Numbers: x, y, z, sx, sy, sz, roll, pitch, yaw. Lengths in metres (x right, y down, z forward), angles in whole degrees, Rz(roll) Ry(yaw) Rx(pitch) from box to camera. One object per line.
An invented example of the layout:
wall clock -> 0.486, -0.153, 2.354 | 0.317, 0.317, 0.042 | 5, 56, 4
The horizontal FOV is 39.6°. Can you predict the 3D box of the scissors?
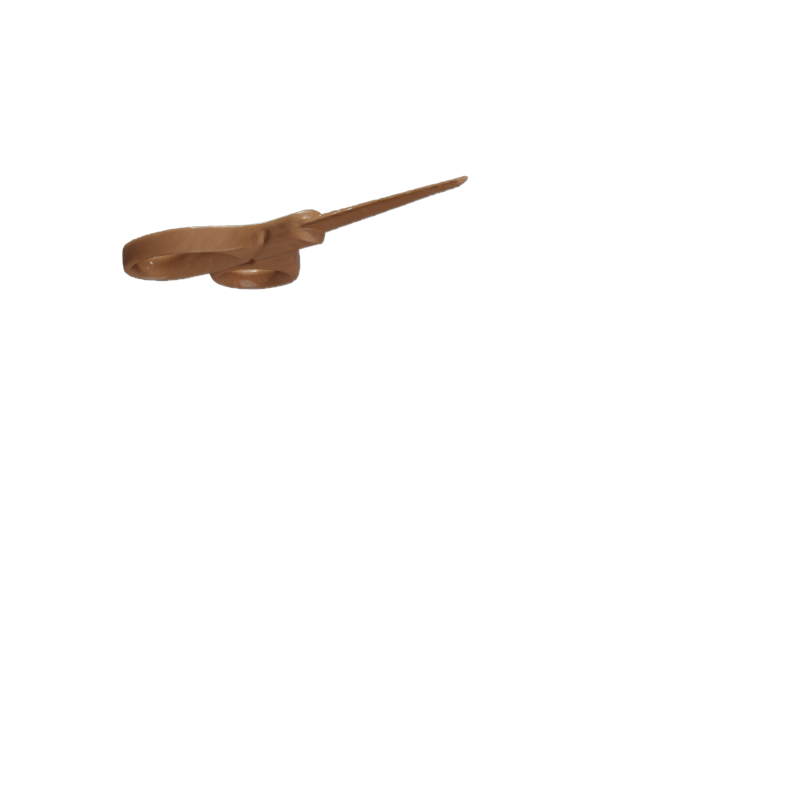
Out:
scissors -> -0.040, -0.073, 0.514 | 0.207, 0.016, 0.091 | -4, -8, 32
